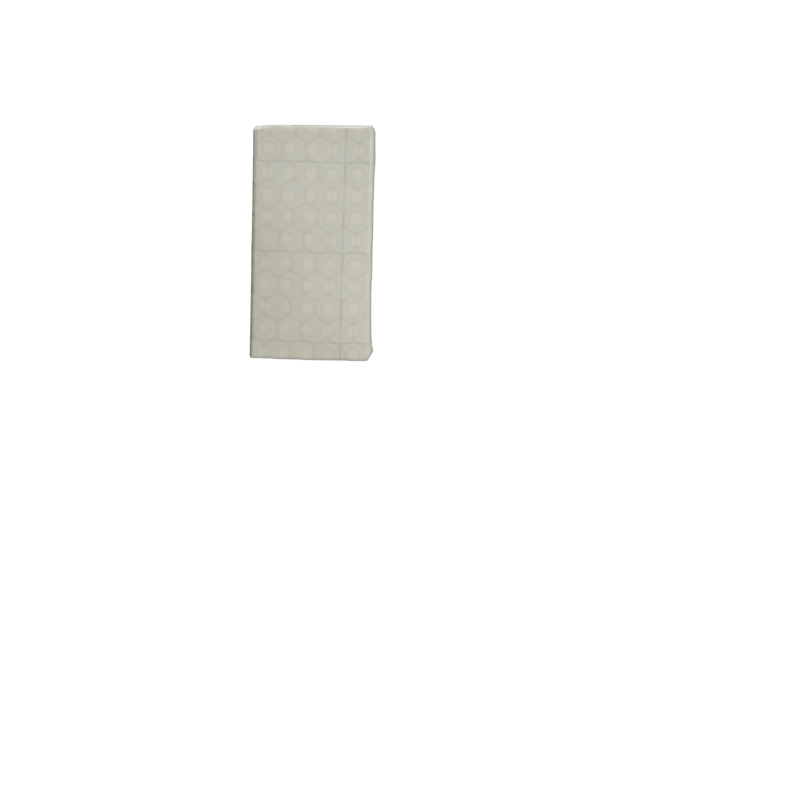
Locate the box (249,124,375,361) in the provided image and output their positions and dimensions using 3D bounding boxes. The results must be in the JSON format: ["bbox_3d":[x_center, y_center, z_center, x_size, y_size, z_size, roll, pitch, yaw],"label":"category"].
[{"bbox_3d":[-0.066,-0.120,0.843,0.094,0.174,0.048,1,4,4],"label":"box"}]
